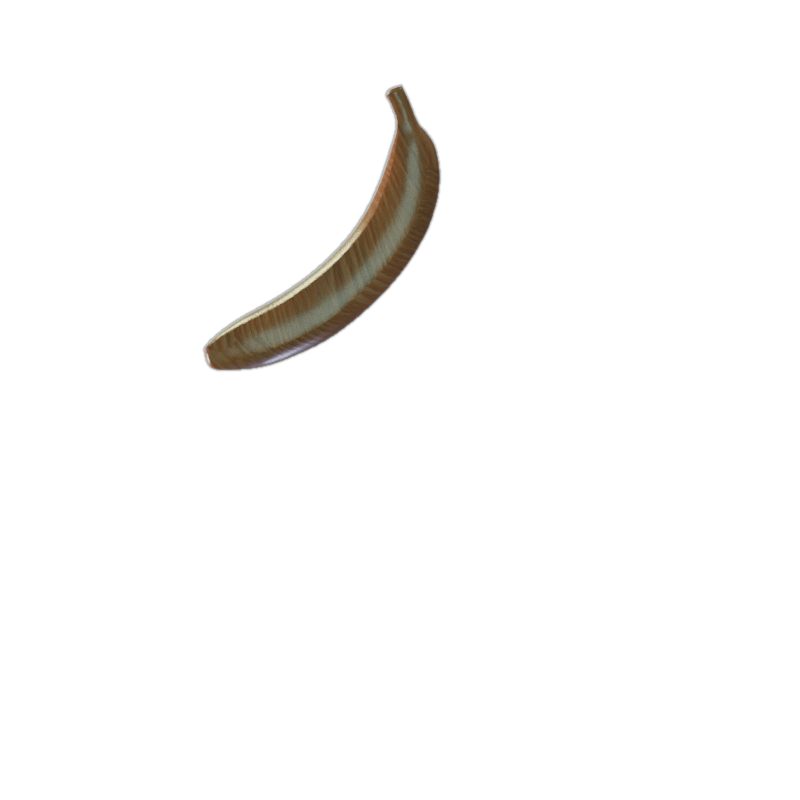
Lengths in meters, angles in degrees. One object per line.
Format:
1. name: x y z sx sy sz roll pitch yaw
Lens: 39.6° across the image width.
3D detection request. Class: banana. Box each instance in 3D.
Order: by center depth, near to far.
1. banana: -0.034 -0.086 0.653 0.069 0.197 0.037 35 3 -4
